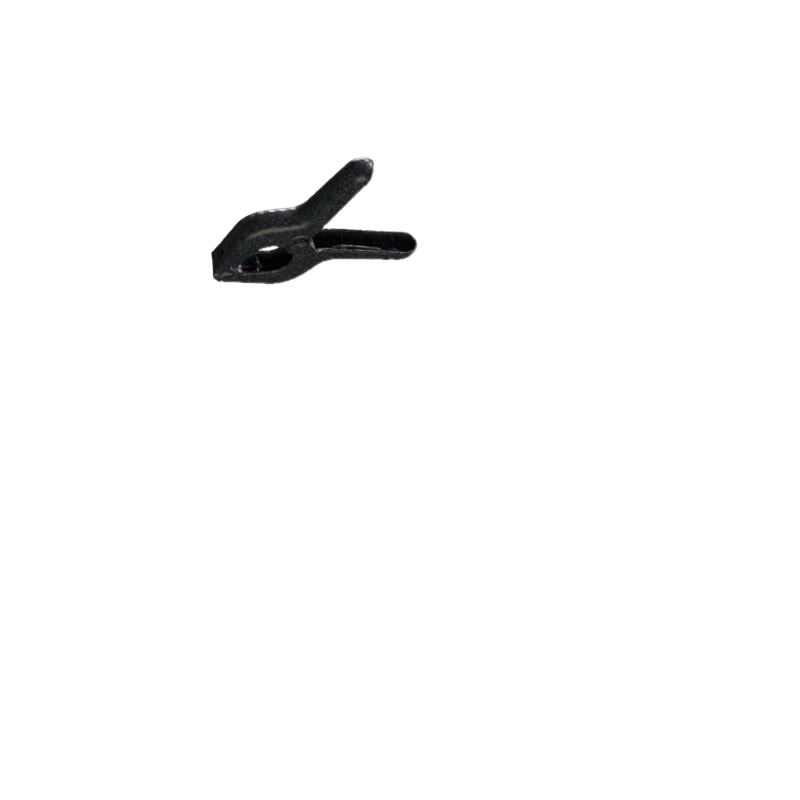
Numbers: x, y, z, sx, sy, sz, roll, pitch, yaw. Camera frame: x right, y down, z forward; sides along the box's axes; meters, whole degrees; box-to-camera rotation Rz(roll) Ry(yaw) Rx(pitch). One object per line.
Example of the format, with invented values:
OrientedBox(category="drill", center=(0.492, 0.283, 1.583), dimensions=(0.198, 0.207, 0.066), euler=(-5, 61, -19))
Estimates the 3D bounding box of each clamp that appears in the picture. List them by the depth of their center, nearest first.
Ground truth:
OrientedBox(category="clamp", center=(-0.072, -0.132, 0.925), dimensions=(0.172, 0.042, 0.111), euler=(-20, -44, 22))
